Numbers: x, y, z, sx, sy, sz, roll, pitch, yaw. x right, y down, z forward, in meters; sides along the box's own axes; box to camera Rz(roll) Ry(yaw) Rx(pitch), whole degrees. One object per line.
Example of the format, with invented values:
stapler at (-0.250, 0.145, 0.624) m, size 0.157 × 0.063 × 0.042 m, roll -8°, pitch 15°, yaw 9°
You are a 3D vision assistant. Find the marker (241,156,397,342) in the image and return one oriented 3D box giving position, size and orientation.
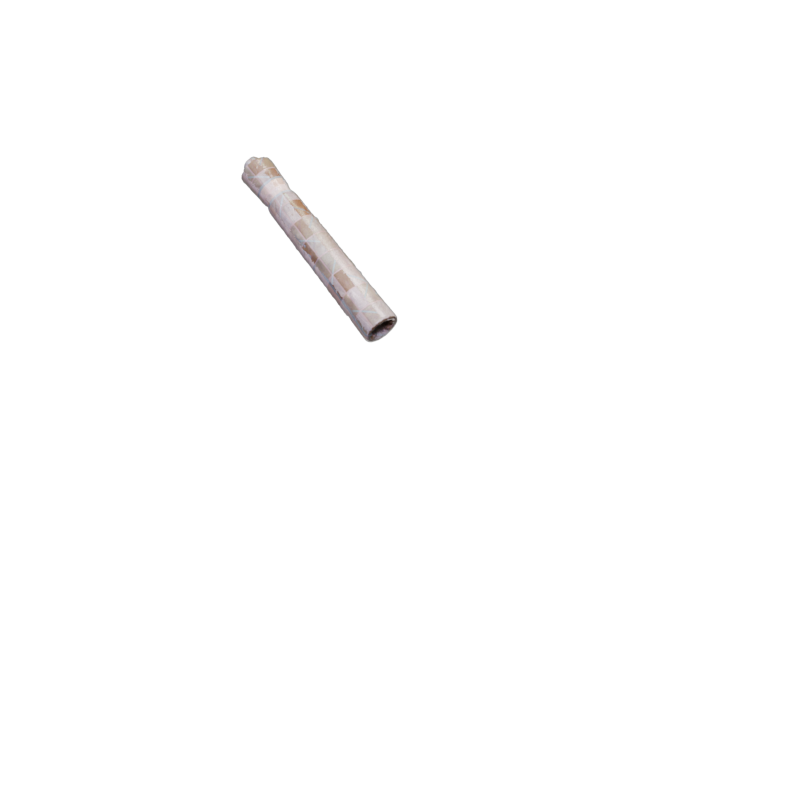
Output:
marker at (-0.044, -0.080, 0.557) m, size 0.019 × 0.129 × 0.019 m, roll -2°, pitch -43°, yaw -50°
